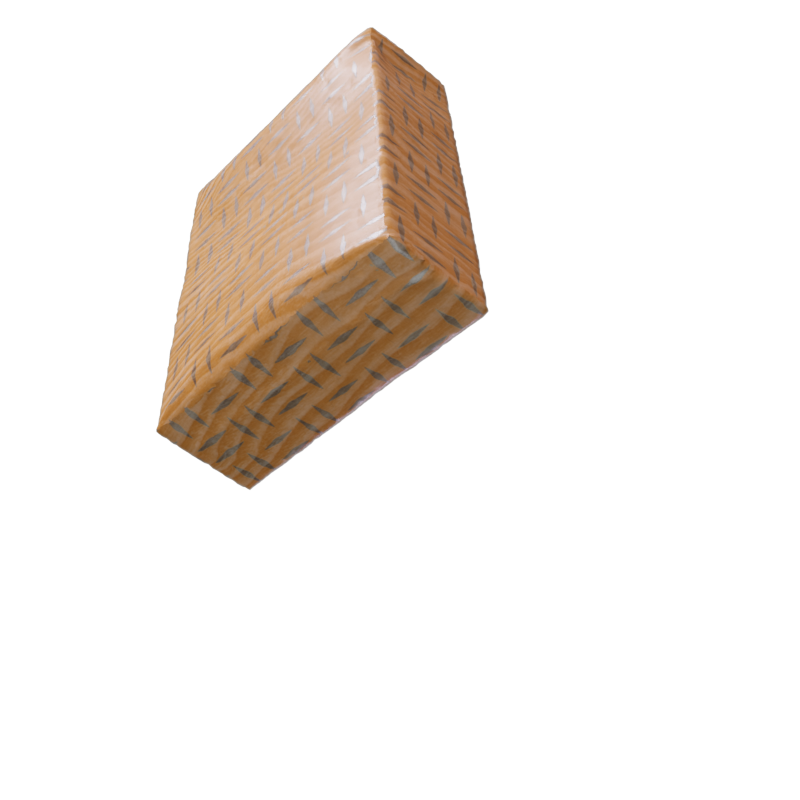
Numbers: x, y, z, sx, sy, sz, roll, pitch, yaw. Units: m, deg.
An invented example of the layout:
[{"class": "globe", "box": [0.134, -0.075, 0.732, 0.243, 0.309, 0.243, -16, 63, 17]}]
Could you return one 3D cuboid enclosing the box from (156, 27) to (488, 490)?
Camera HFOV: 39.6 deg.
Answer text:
[{"class": "box", "box": [-0.047, -0.085, 0.597, 0.162, 0.229, 0.068, -38, -56, 26]}]
